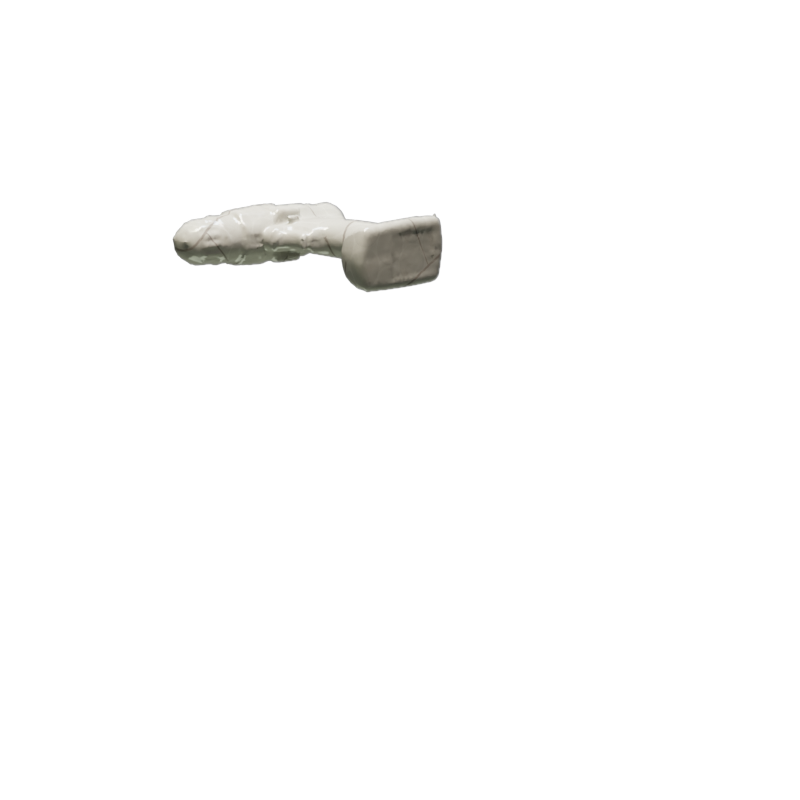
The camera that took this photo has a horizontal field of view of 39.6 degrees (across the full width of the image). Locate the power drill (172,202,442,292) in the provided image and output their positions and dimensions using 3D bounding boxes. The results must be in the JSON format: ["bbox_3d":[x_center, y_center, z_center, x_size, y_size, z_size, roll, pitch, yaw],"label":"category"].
[{"bbox_3d":[-0.074,-0.135,0.943,0.198,0.055,0.180,17,25,42],"label":"power drill"}]
